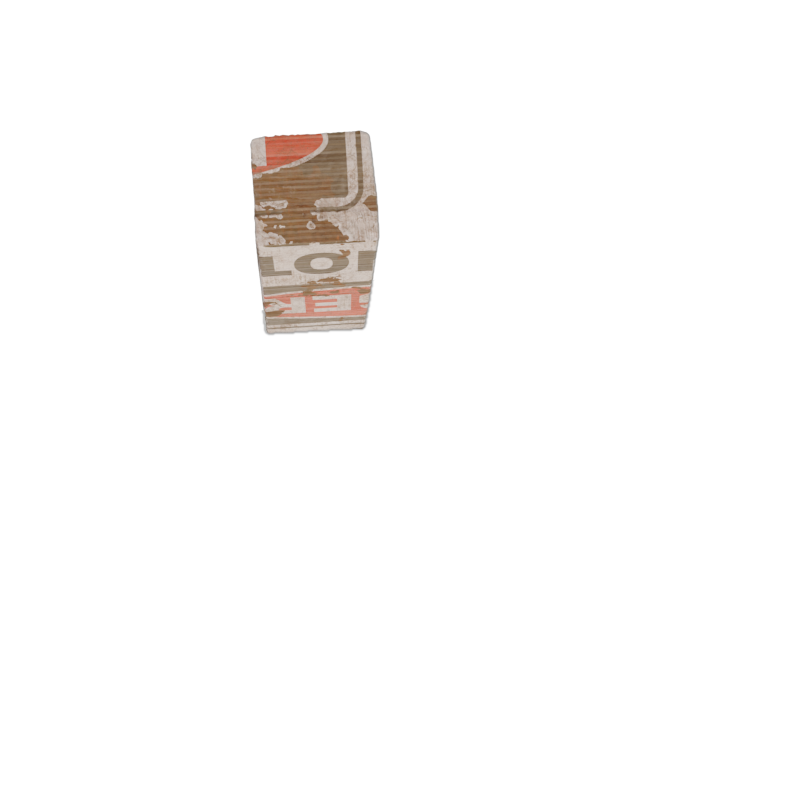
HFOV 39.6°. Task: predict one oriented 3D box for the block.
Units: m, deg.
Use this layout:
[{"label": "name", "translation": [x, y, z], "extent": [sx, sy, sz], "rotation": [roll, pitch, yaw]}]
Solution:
[{"label": "block", "translation": [-0.070, -0.129, 0.896], "extent": [0.090, 0.094, 0.198], "rotation": [-4, -16, -5]}]
